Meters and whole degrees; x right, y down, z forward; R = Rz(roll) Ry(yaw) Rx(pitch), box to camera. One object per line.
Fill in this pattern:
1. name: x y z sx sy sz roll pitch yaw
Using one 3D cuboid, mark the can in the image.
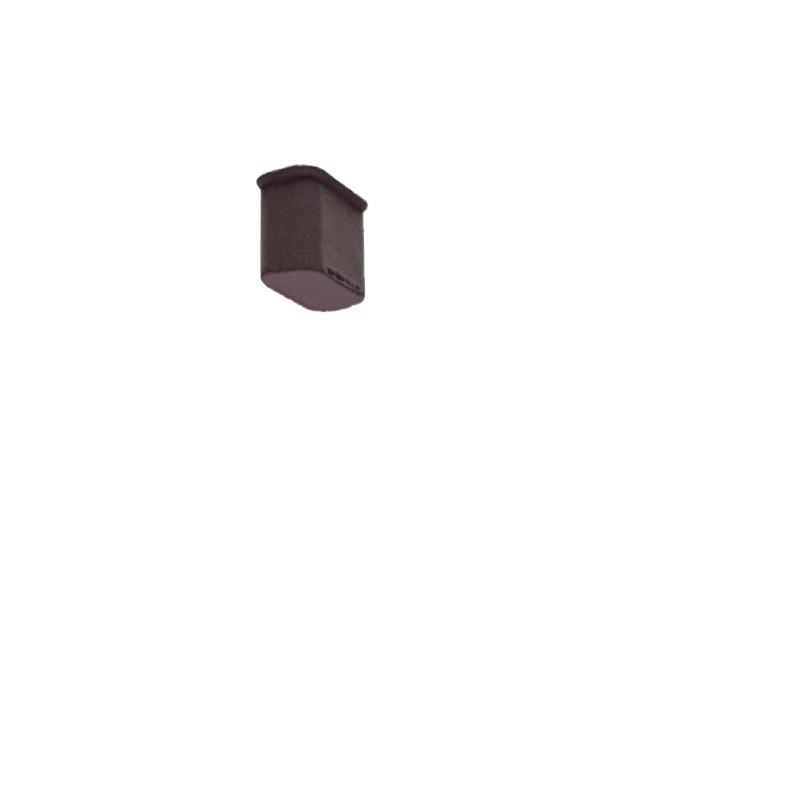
1. can: -0.067 -0.122 0.852 0.059 0.088 0.095 -11 -20 26
